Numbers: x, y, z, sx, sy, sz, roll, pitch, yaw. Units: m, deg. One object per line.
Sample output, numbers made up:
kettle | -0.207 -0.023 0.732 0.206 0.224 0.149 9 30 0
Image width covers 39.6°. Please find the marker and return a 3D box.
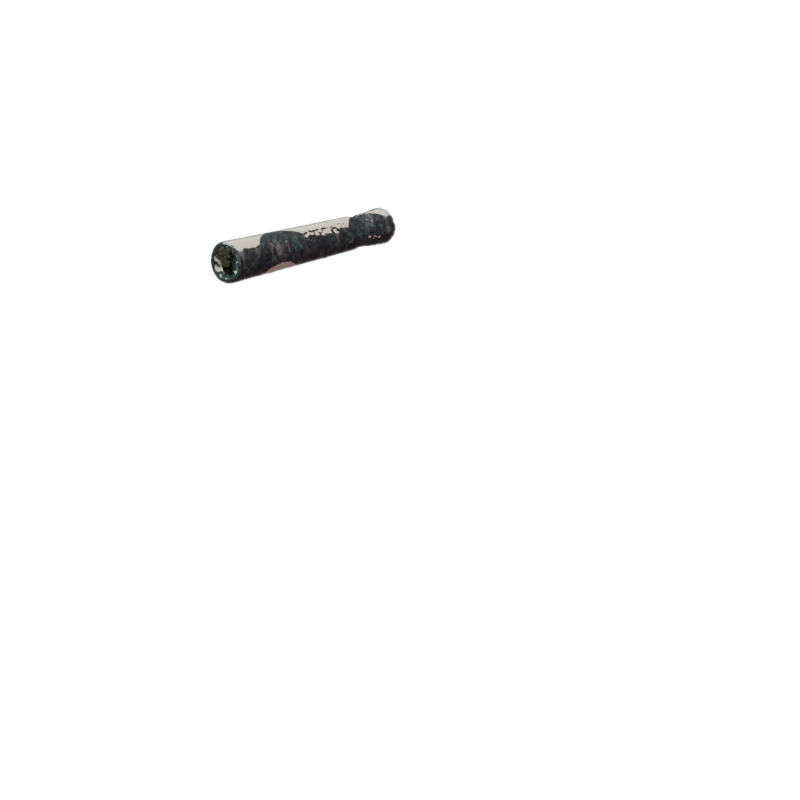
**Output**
marker | -0.041 -0.075 0.526 0.021 0.019 0.119 3 17 36
